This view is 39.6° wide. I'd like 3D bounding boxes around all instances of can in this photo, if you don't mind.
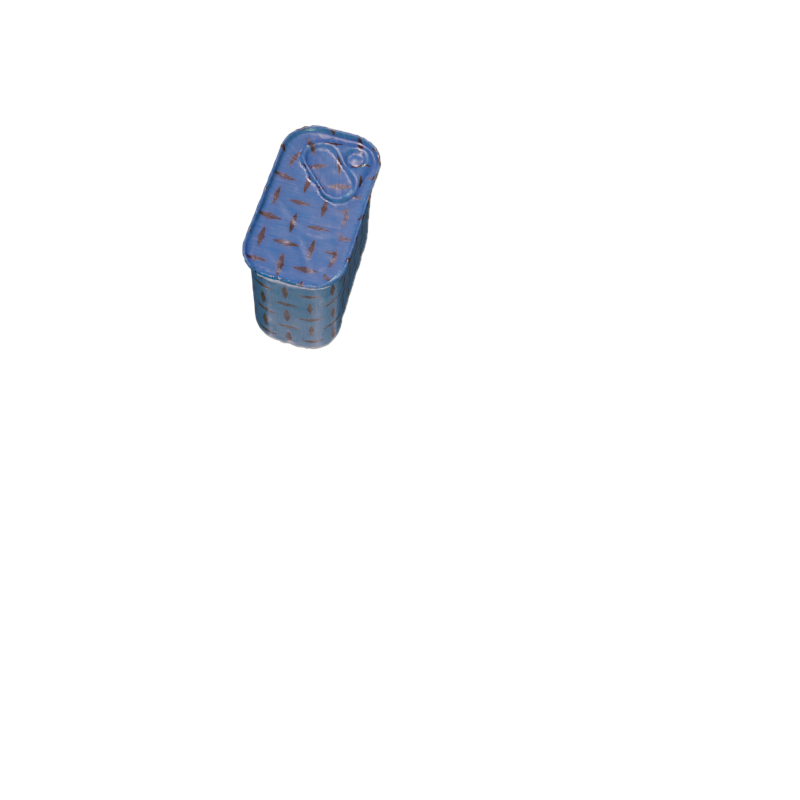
[{"bbox_3d":[-0.050,-0.091,0.634,0.058,0.107,0.079,14,-27,4],"label":"can"}]
